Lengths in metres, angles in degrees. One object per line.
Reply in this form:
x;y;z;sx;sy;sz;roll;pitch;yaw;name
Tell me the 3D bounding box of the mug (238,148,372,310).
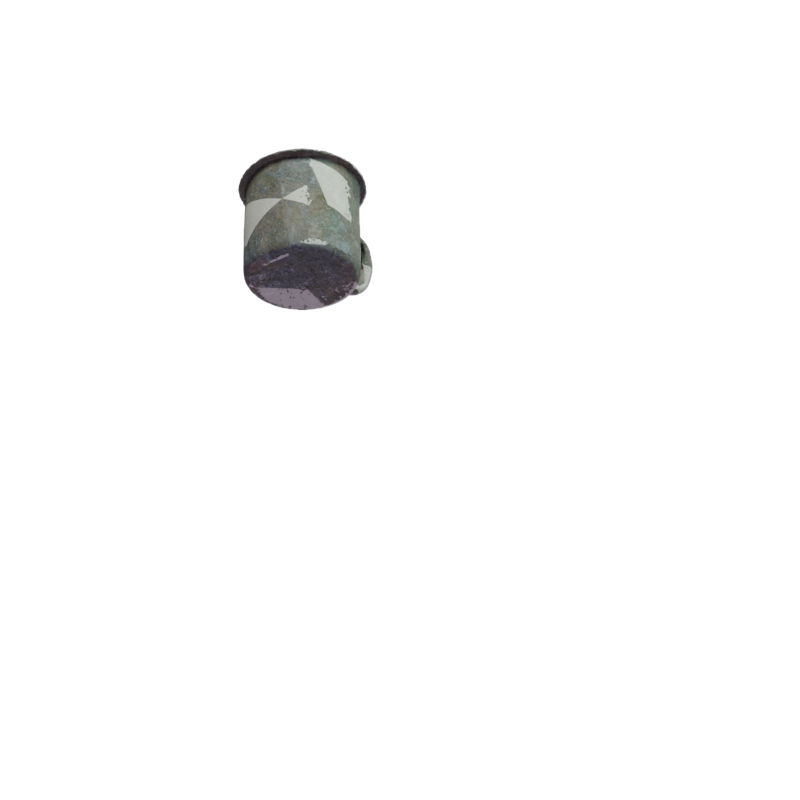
-0.062;-0.113;0.792;0.094;0.087;0.109;-24;-39;32;mug
